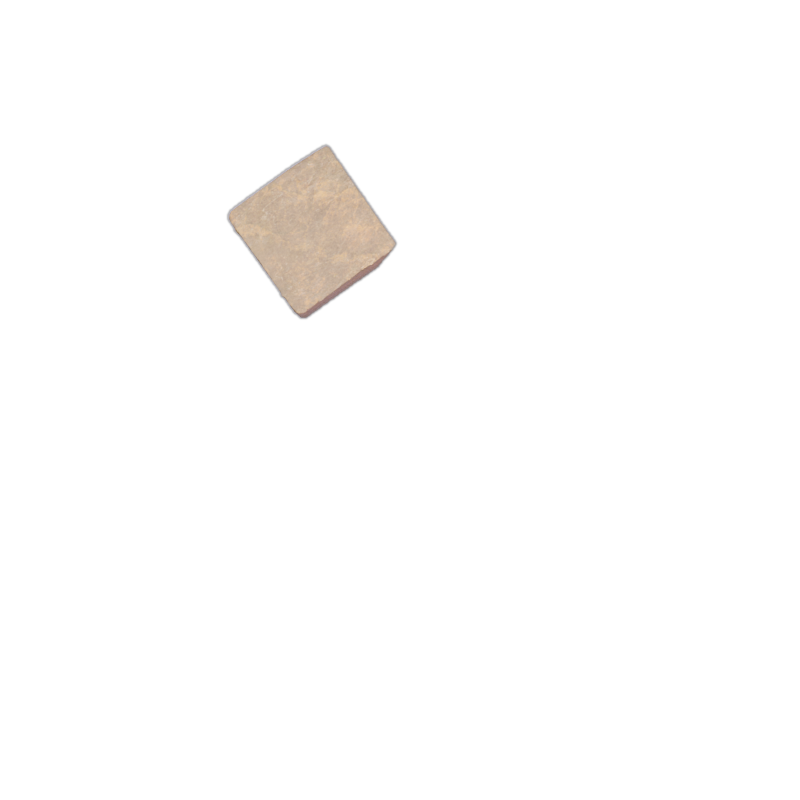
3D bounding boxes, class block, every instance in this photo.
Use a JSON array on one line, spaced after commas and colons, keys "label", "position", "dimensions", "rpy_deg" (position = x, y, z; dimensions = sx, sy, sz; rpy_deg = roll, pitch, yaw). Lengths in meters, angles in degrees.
[{"label": "block", "position": [-0.070, -0.126, 0.882], "dimensions": [0.090, 0.091, 0.206], "rpy_deg": [-35, 4, -2]}]
